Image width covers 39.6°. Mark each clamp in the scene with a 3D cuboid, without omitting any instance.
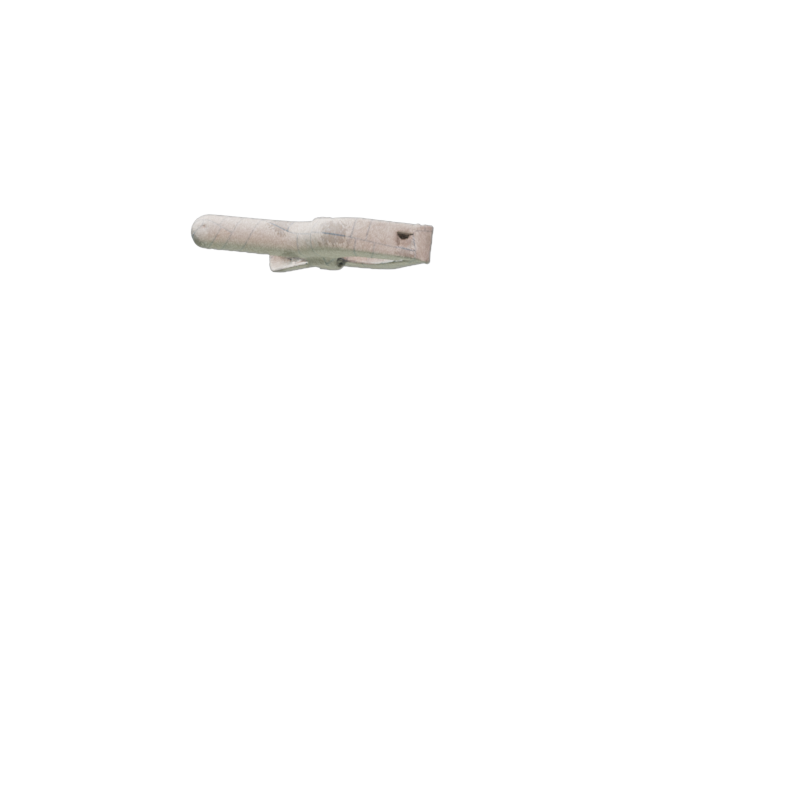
[{"bbox_3d":[-0.063,-0.114,0.800,0.177,0.040,0.115,0,0,37],"label":"clamp"}]
